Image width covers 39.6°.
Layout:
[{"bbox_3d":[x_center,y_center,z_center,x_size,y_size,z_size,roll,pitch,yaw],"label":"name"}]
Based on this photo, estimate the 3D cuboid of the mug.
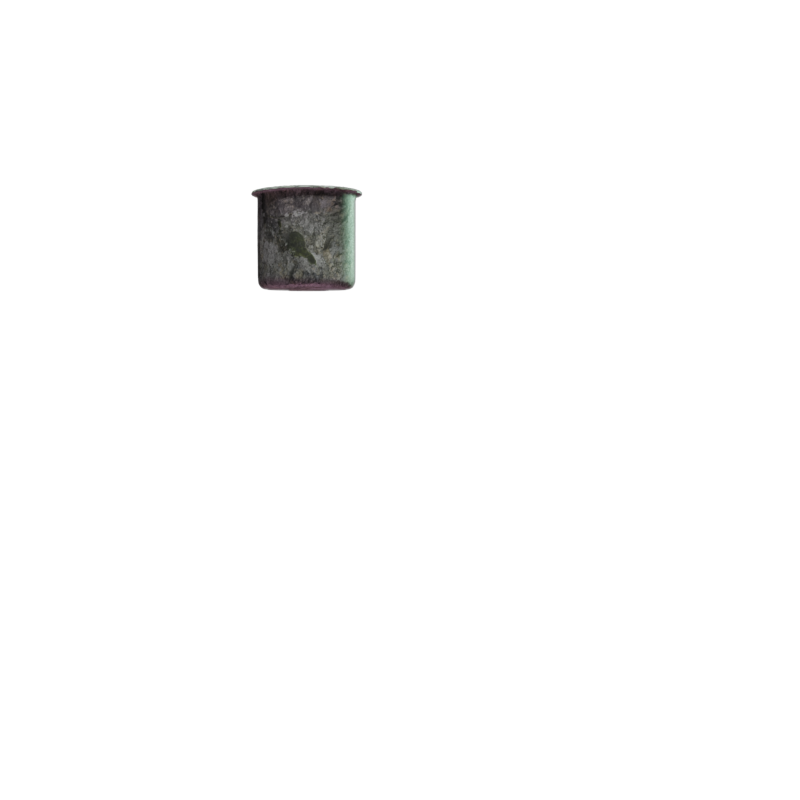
[{"bbox_3d":[-0.073,-0.134,0.936,0.096,0.082,0.113,0,0,25],"label":"mug"}]
